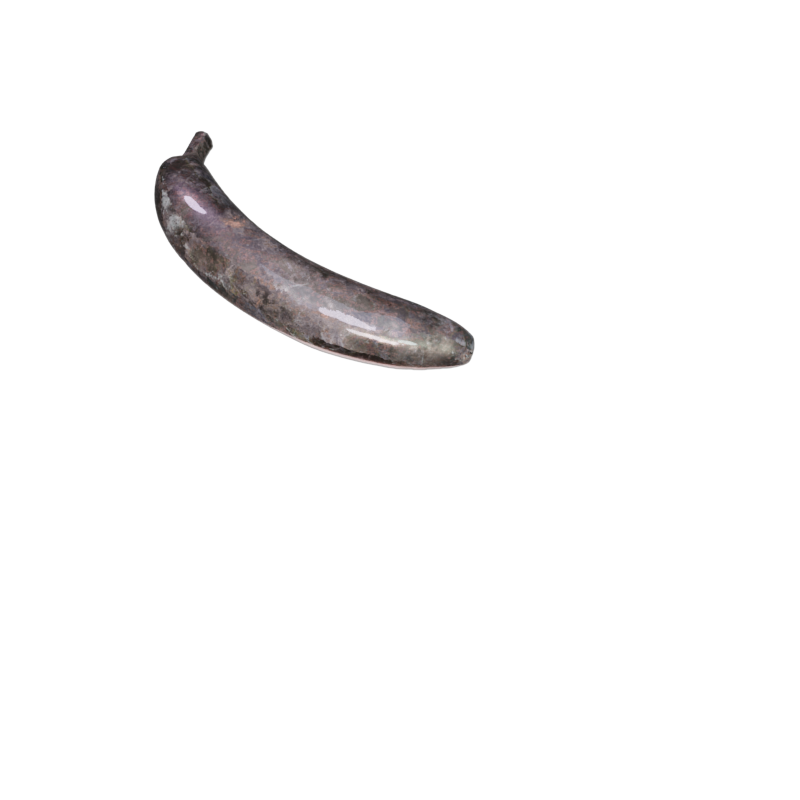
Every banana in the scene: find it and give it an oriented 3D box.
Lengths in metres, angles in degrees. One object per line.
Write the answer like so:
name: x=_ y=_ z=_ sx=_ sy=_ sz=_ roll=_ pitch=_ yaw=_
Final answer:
banana: x=-0.057 y=-0.068 z=0.529 sx=0.070 sy=0.210 sz=0.034 roll=-38 pitch=-27 yaw=-24
